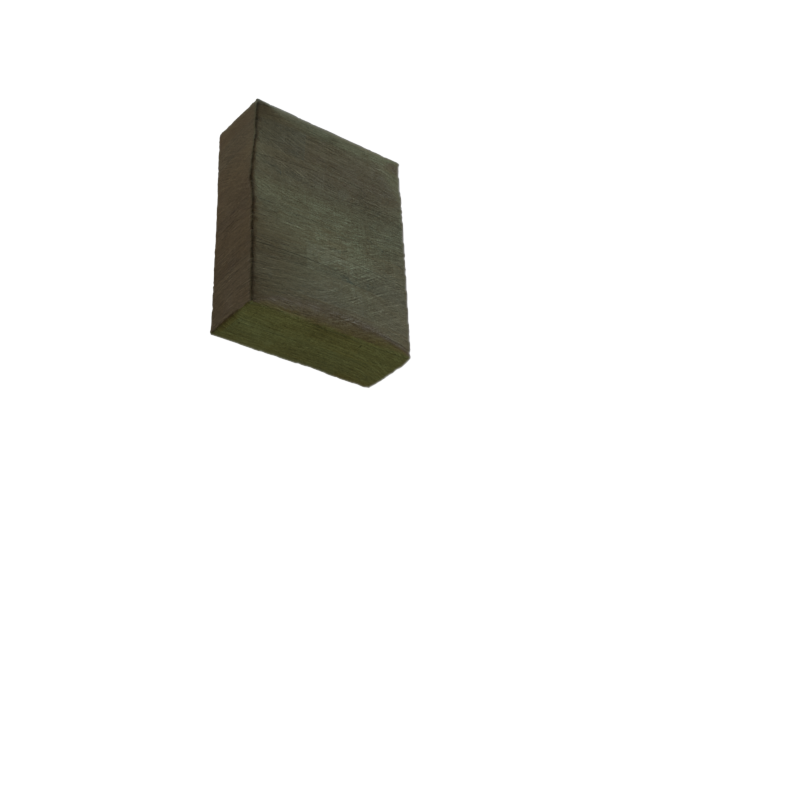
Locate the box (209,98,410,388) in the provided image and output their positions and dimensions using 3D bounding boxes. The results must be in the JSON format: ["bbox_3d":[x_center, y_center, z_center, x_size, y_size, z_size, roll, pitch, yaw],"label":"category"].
[{"bbox_3d":[-0.075,-0.137,0.958,0.156,0.228,0.071,19,-38,-31],"label":"box"}]
